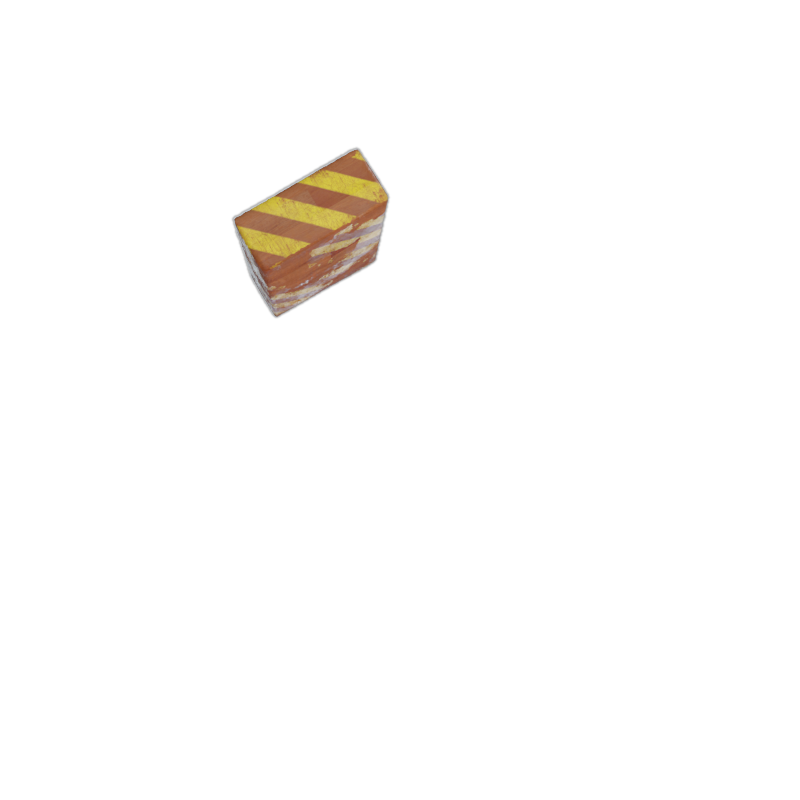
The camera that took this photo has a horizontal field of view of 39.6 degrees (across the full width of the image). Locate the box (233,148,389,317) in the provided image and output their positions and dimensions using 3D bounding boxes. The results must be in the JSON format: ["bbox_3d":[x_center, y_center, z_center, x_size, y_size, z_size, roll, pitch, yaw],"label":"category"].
[{"bbox_3d":[-0.060,-0.109,0.763,0.093,0.049,0.174,-31,-1,-5],"label":"box"}]
